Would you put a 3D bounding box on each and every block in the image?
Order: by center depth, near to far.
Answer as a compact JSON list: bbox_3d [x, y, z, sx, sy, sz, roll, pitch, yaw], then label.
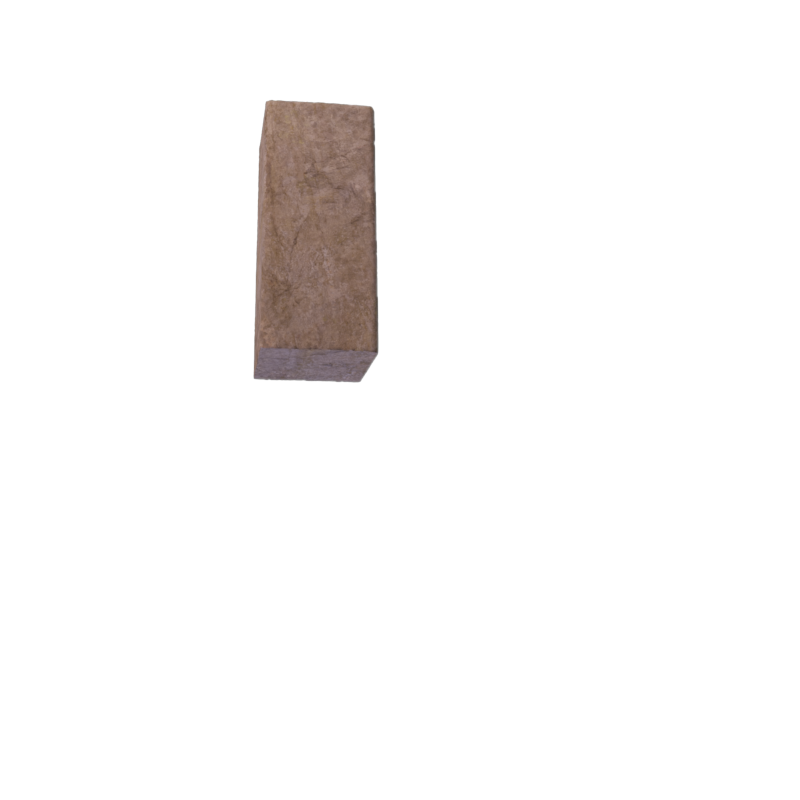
[{"bbox_3d":[-0.069,-0.127,0.889,0.089,0.216,0.087,2,-20,-9],"label":"block"}]
